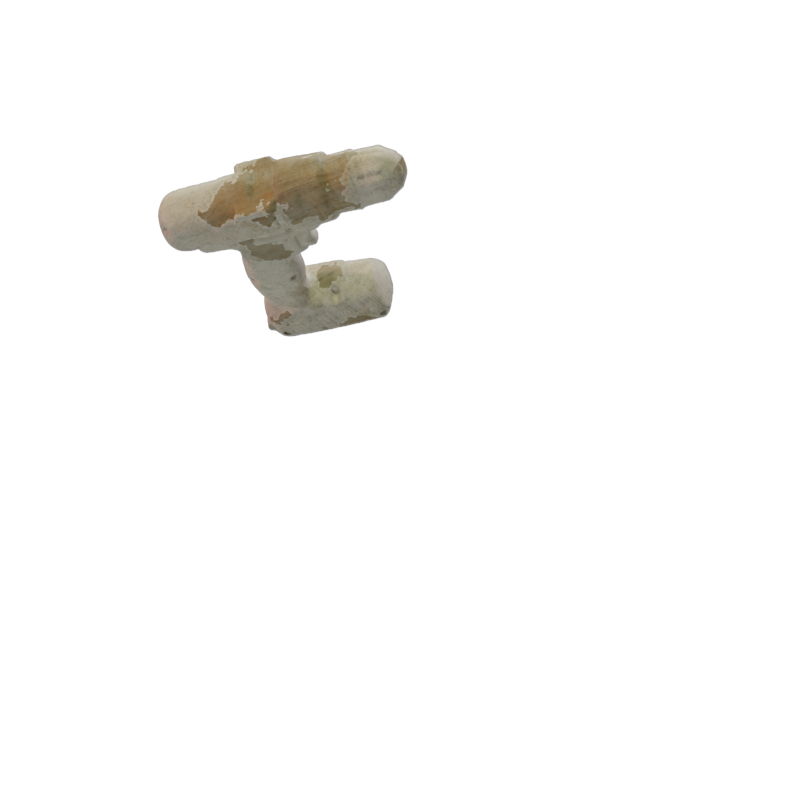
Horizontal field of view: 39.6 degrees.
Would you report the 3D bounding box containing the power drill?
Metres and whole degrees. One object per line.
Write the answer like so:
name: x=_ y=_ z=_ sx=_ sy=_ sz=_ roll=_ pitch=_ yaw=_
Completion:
power drill: x=-0.066 y=-0.120 z=0.843 sx=0.187 sy=0.061 sz=0.174 roll=-8 pitch=-28 yaw=16
